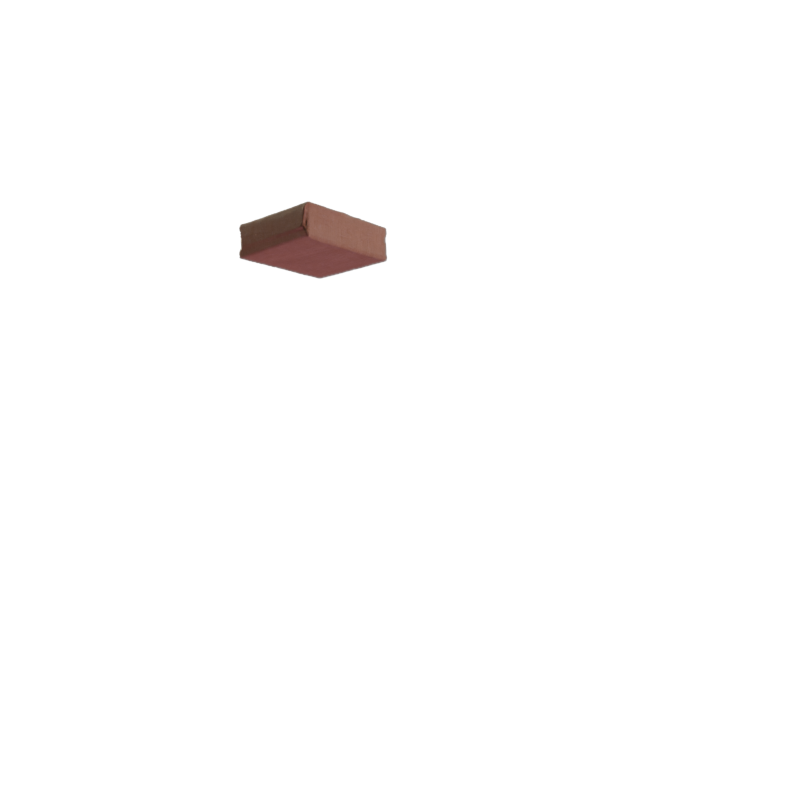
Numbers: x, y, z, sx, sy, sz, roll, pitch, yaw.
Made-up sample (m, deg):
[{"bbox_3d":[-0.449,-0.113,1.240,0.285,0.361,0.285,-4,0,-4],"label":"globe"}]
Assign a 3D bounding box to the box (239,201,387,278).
[{"bbox_3d":[-0.066,-0.120,0.837,0.075,0.031,0.084,-11,-16,42],"label":"box"}]
